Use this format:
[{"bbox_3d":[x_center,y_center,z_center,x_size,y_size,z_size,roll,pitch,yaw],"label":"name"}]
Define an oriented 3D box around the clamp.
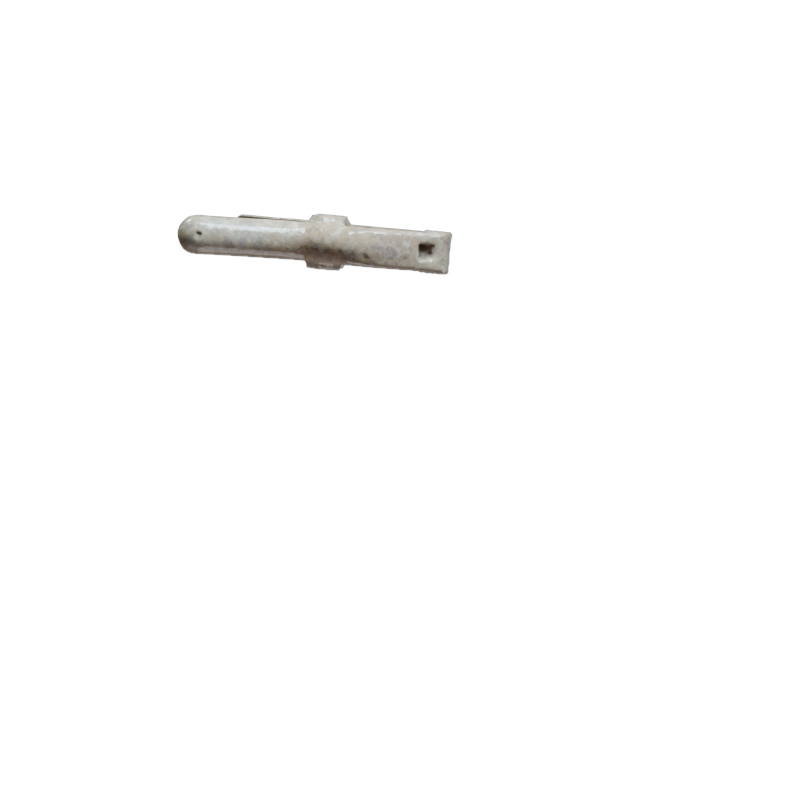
[{"bbox_3d":[-0.056,-0.103,0.722,0.177,0.038,0.120,6,15,21],"label":"clamp"}]
